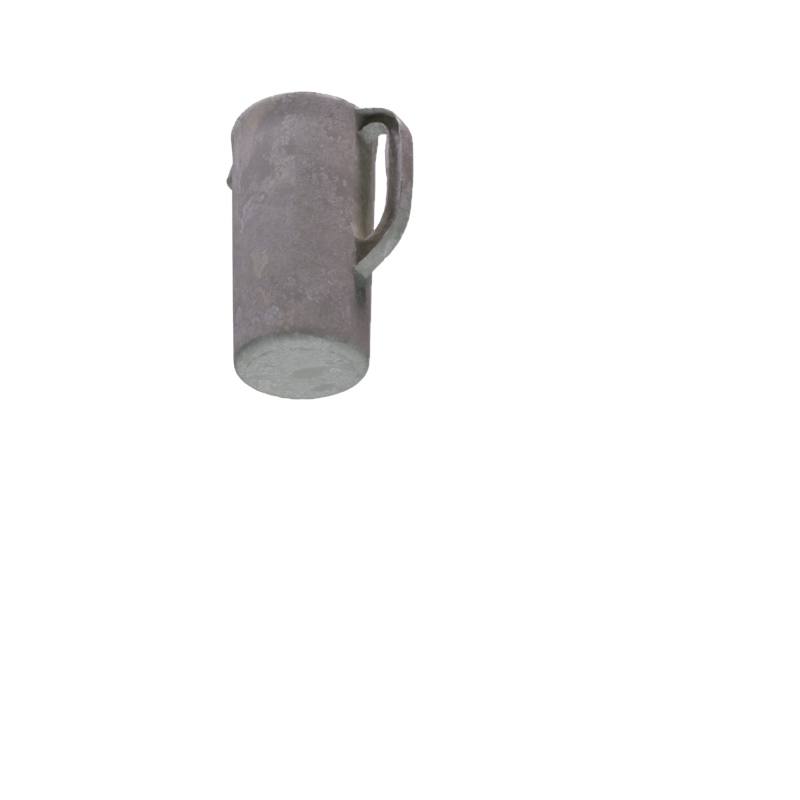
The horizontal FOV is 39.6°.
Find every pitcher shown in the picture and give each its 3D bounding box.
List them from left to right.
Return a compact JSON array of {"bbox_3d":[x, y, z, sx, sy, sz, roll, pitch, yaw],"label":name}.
[{"bbox_3d":[-0.073,-0.133,0.929,0.142,0.259,0.142,6,-31,-13],"label":"pitcher"}]
